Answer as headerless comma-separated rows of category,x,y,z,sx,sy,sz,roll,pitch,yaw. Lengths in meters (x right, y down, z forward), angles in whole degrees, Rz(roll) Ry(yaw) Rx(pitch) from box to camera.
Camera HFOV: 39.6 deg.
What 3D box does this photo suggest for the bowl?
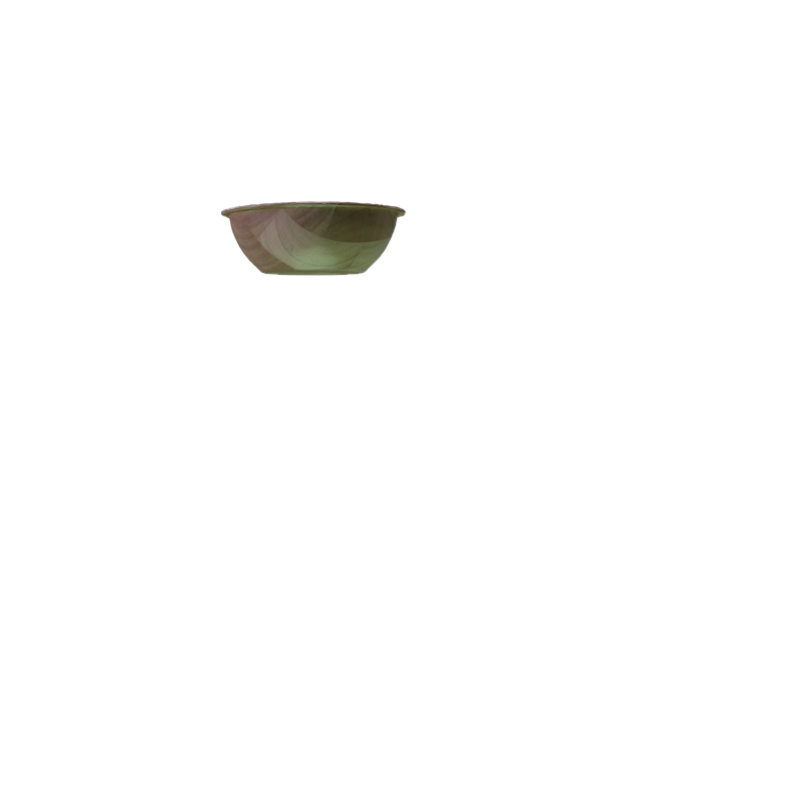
bowl,-0.076,-0.138,0.967,0.162,0.055,0.162,0,3,-2
